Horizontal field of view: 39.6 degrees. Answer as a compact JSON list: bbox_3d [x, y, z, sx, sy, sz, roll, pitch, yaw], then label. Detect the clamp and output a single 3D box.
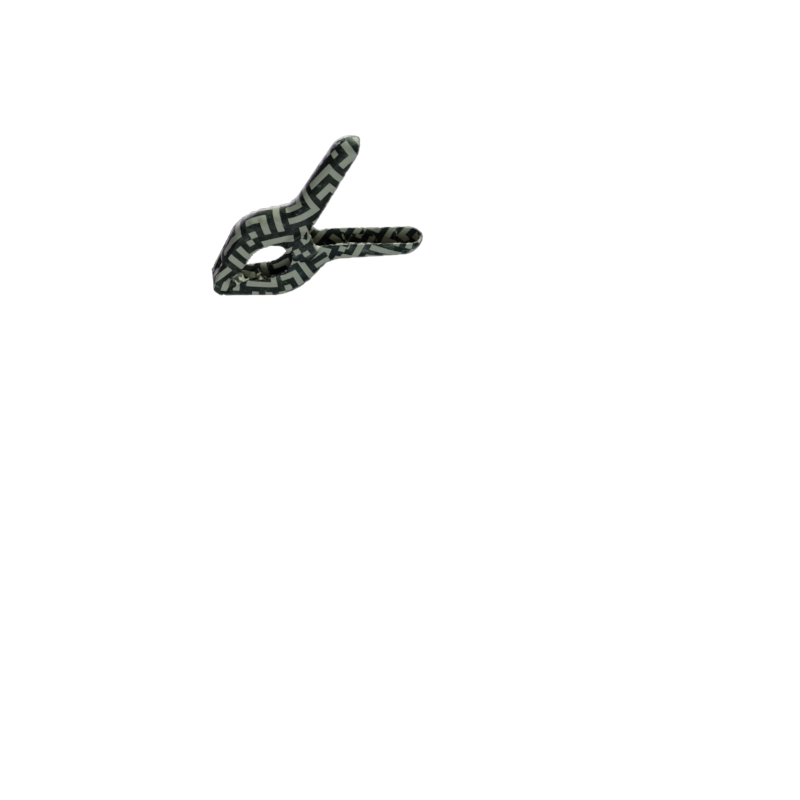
[{"bbox_3d":[-0.070,-0.127,0.890,0.171,0.113,0.042,-32,30,20],"label":"clamp"}]
